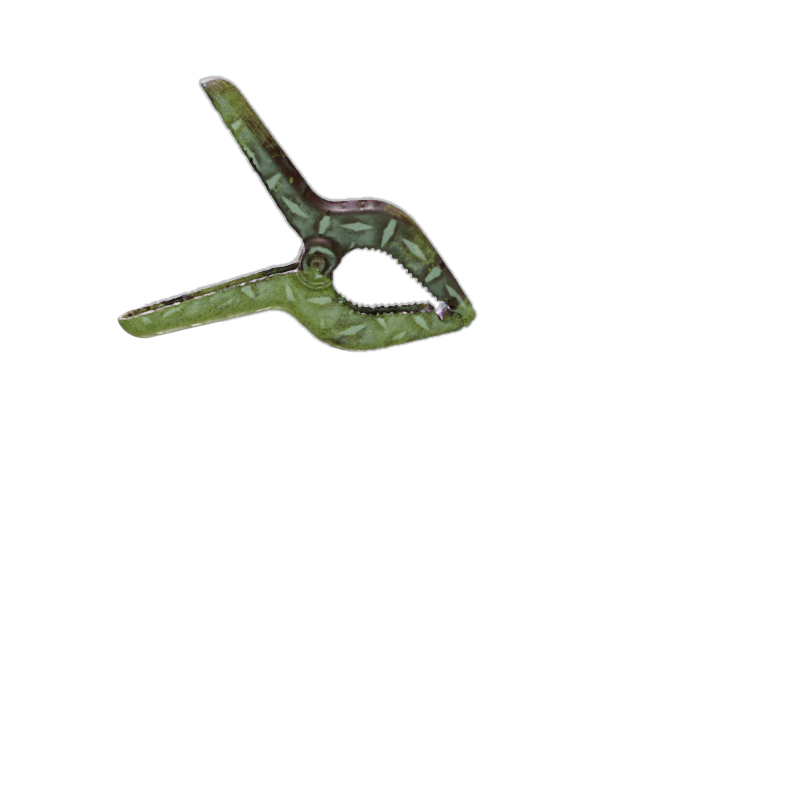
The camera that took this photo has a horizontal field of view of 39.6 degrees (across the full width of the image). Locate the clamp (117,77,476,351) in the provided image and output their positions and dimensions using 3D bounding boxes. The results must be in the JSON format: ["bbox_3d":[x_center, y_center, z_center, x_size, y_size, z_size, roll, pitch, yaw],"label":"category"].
[{"bbox_3d":[-0.052,-0.095,0.668,0.209,0.161,0.037,13,12,-3],"label":"clamp"}]
